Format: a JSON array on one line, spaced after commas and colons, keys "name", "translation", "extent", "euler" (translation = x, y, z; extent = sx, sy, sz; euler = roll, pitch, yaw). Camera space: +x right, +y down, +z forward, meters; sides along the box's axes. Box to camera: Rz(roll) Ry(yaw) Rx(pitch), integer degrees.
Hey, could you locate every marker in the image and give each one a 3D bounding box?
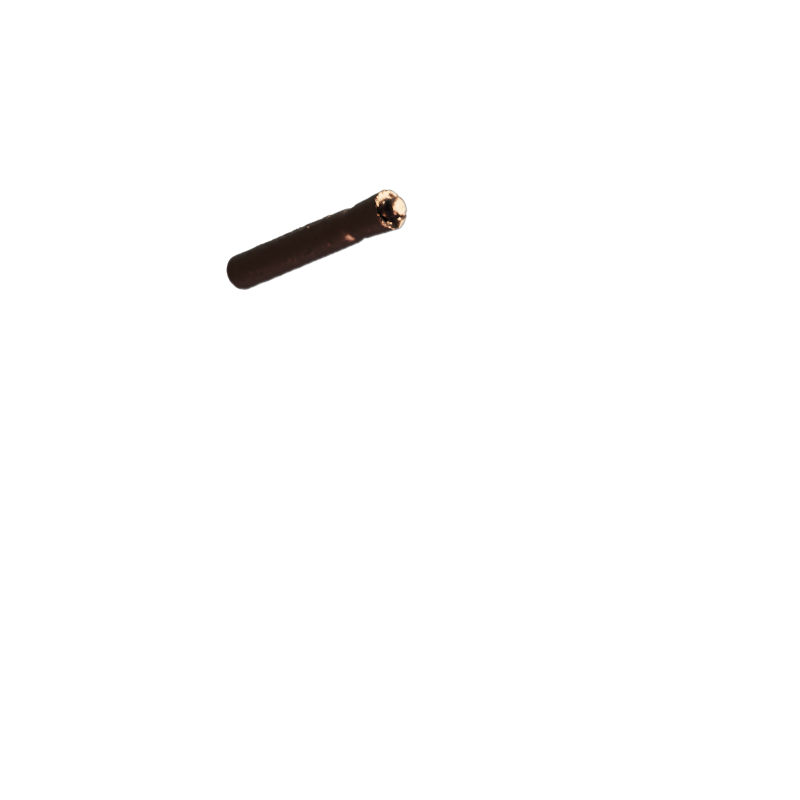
[{"name": "marker", "translation": [-0.041, -0.075, 0.529], "extent": [0.019, 0.020, 0.123], "euler": [-3, -7, -43]}]
